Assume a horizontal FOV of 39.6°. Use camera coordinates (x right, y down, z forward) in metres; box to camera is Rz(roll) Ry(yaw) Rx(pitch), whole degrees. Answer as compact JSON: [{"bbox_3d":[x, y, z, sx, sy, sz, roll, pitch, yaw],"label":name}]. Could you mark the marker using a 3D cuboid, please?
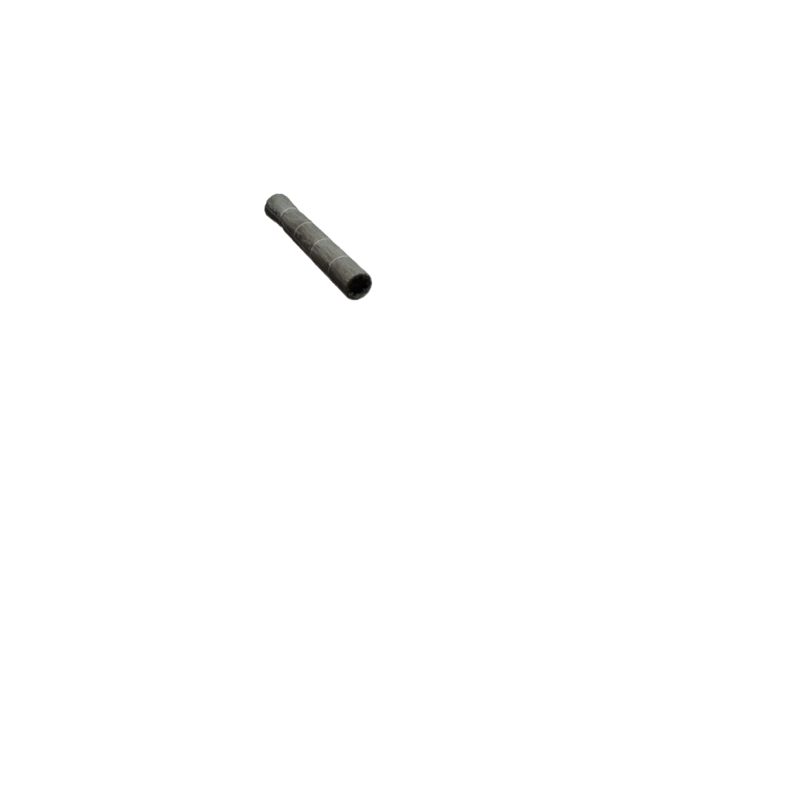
[{"bbox_3d":[-0.055,-0.100,0.697,0.019,0.019,0.131,-2,32,-31],"label":"marker"}]
